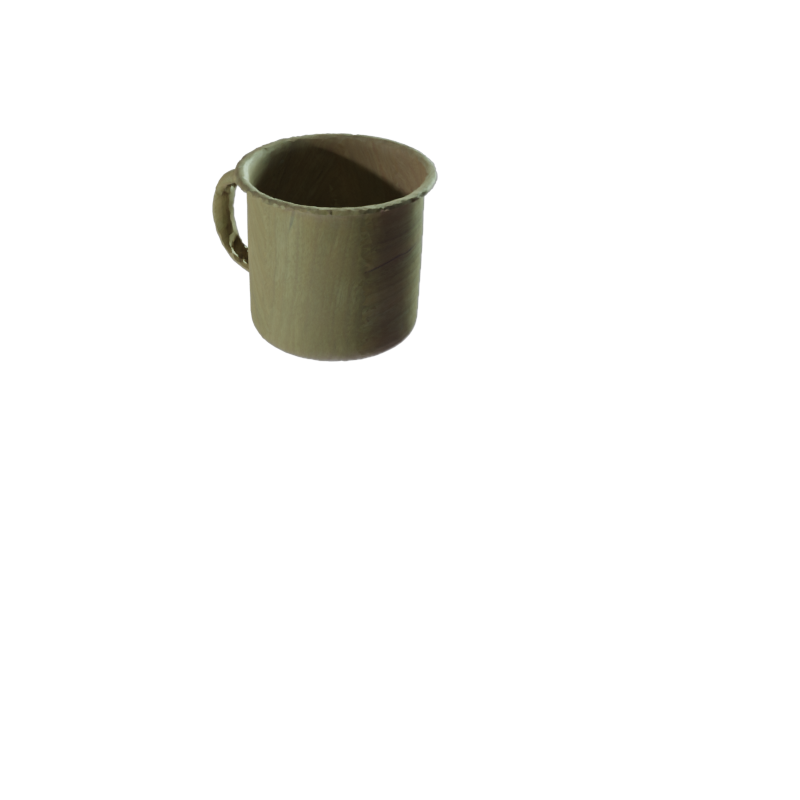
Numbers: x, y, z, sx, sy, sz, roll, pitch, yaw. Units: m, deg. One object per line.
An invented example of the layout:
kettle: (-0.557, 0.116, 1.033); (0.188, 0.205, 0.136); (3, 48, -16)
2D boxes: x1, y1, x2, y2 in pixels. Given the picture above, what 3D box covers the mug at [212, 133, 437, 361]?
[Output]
mug: (-0.041, -0.076, 0.529); (0.123, 0.077, 0.095); (17, 35, 25)
